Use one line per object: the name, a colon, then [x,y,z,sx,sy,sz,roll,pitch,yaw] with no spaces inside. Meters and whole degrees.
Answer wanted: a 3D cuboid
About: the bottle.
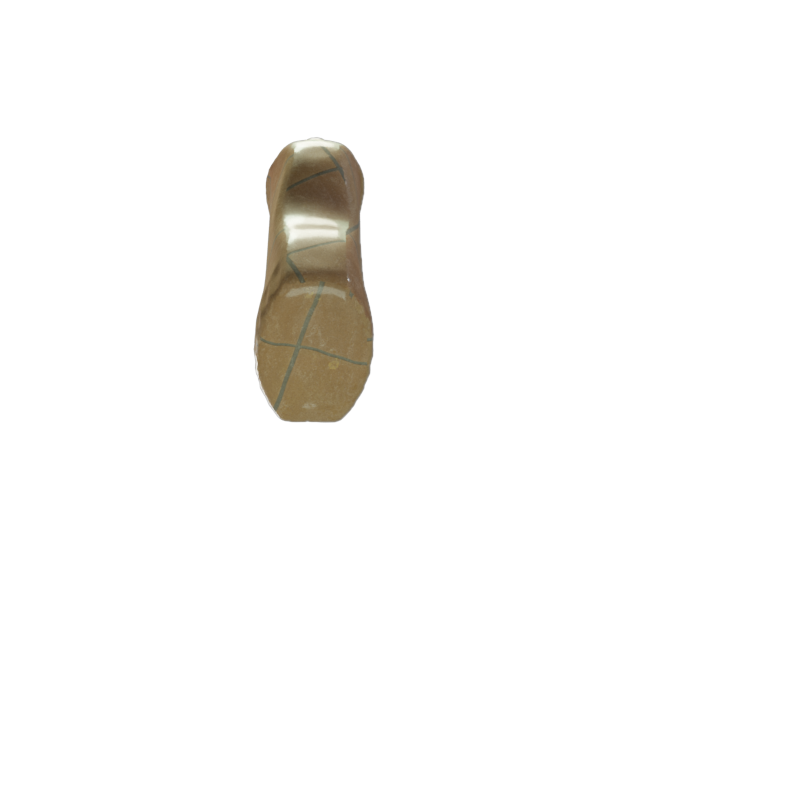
bottle: [-0.047,-0.086,0.604,0.058,0.090,0.206,0,41,-4]
